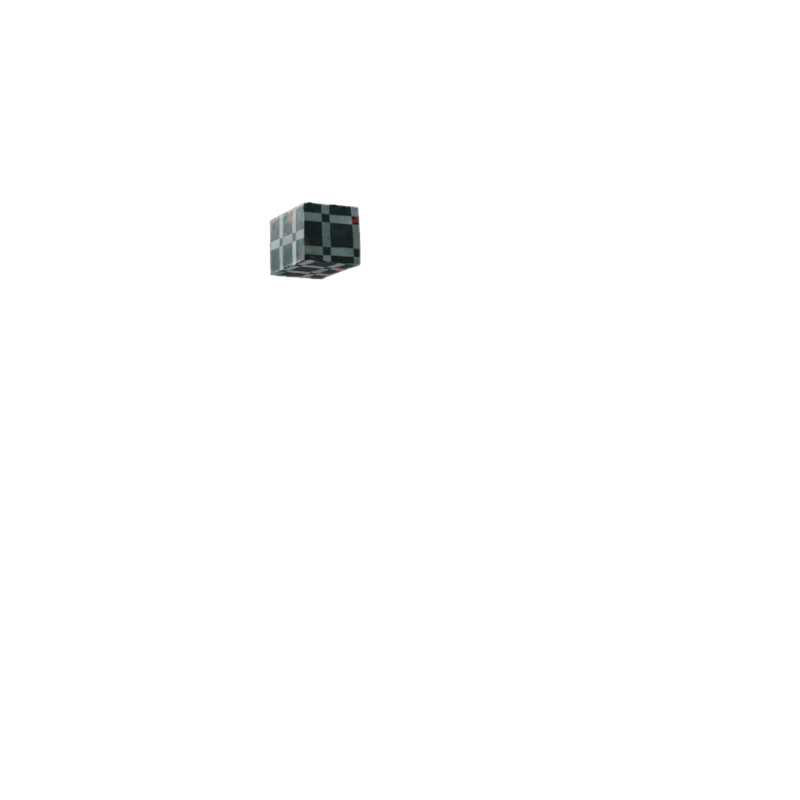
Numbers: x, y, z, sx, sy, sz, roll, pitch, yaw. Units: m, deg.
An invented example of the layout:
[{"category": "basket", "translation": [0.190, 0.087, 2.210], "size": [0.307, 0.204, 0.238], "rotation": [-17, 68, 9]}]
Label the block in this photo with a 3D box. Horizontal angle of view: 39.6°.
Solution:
[{"category": "block", "translation": [-0.074, -0.136, 0.951], "size": [0.051, 0.052, 0.079], "rotation": [4, -7, -28]}]
